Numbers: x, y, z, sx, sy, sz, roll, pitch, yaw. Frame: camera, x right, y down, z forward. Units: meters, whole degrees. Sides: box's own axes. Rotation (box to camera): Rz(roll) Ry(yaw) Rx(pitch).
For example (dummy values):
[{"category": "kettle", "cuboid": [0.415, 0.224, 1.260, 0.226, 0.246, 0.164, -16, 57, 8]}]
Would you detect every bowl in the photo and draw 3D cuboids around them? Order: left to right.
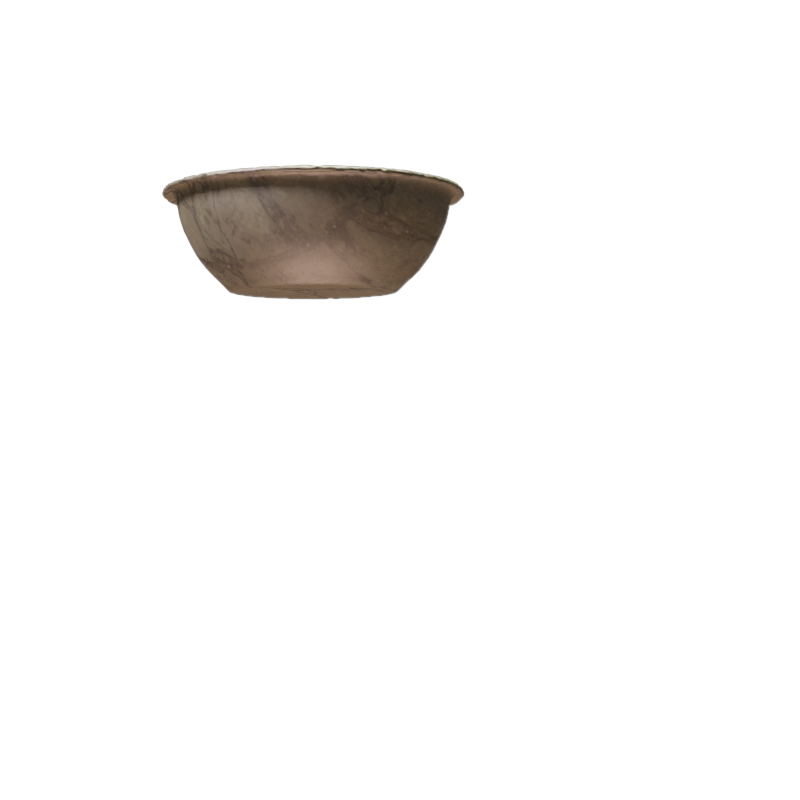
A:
[{"category": "bowl", "cuboid": [-0.047, -0.085, 0.595, 0.162, 0.056, 0.161, 0, 0, -2]}]
